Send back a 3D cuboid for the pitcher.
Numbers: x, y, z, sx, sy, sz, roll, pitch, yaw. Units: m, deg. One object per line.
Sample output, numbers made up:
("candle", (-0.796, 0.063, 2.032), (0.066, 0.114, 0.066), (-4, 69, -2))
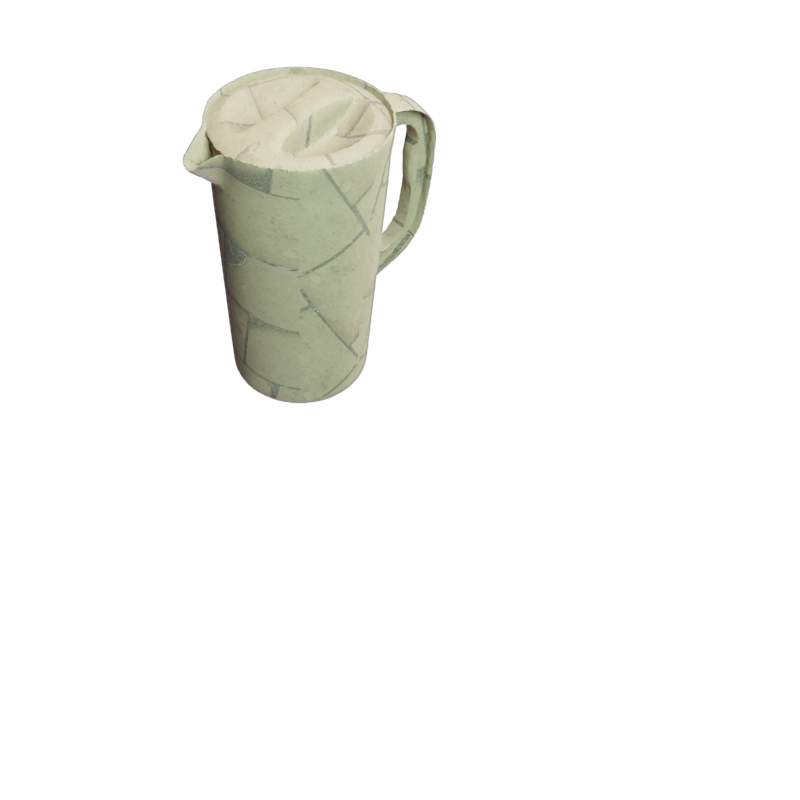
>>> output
("pitcher", (-0.065, -0.119, 0.831), (0.153, 0.226, 0.152), (14, 44, 11))
